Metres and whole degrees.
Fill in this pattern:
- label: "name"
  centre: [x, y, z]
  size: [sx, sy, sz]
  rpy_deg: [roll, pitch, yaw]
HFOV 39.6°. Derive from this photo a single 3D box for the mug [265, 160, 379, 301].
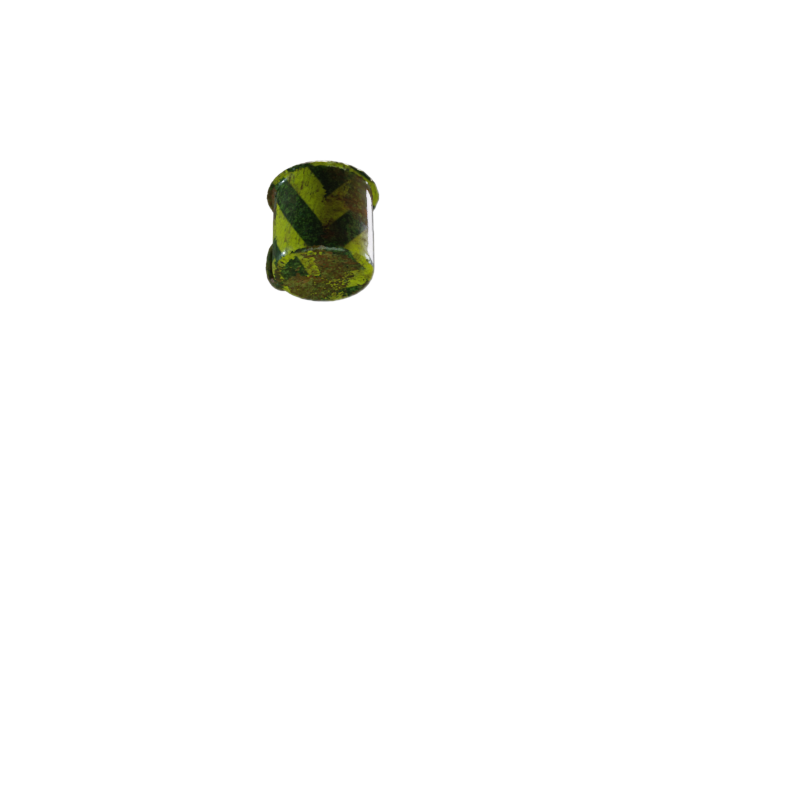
- label: "mug"
  centre: [-0.071, -0.129, 0.904]
  size: [0.087, 0.087, 0.117]
  rpy_deg: [27, -41, -37]
